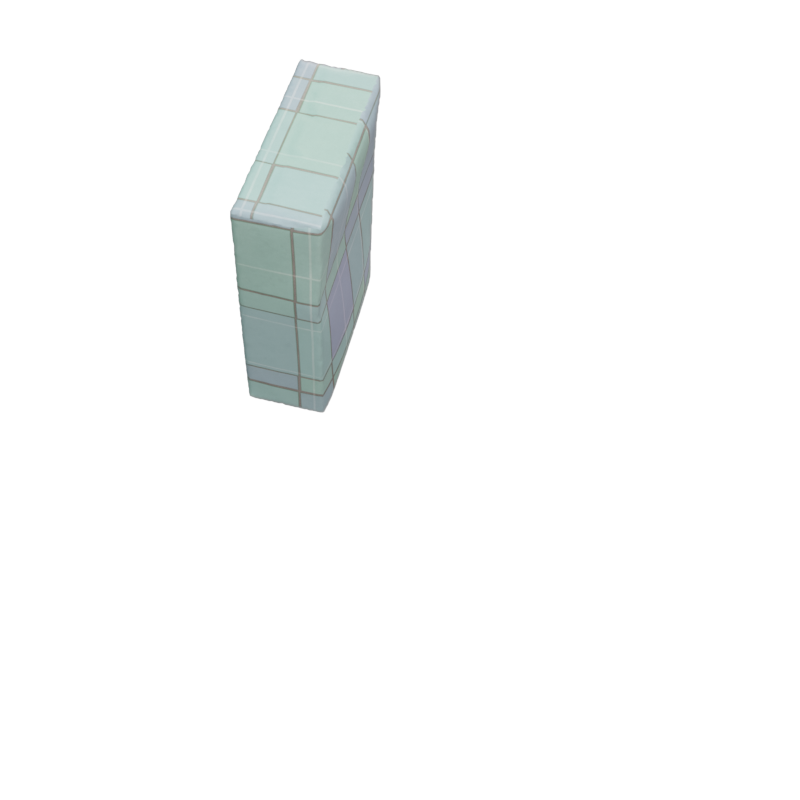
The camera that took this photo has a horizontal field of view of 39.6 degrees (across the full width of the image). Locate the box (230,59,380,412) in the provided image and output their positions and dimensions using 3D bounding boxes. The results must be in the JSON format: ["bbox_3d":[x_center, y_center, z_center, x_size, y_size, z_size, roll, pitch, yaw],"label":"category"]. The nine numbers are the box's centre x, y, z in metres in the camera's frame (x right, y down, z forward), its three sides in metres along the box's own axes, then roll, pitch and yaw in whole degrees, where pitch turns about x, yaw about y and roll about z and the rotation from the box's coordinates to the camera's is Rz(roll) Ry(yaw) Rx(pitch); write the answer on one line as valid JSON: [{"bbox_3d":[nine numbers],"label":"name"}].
[{"bbox_3d":[-0.065,-0.119,0.836,0.073,0.173,0.199,12,-37,5],"label":"box"}]
